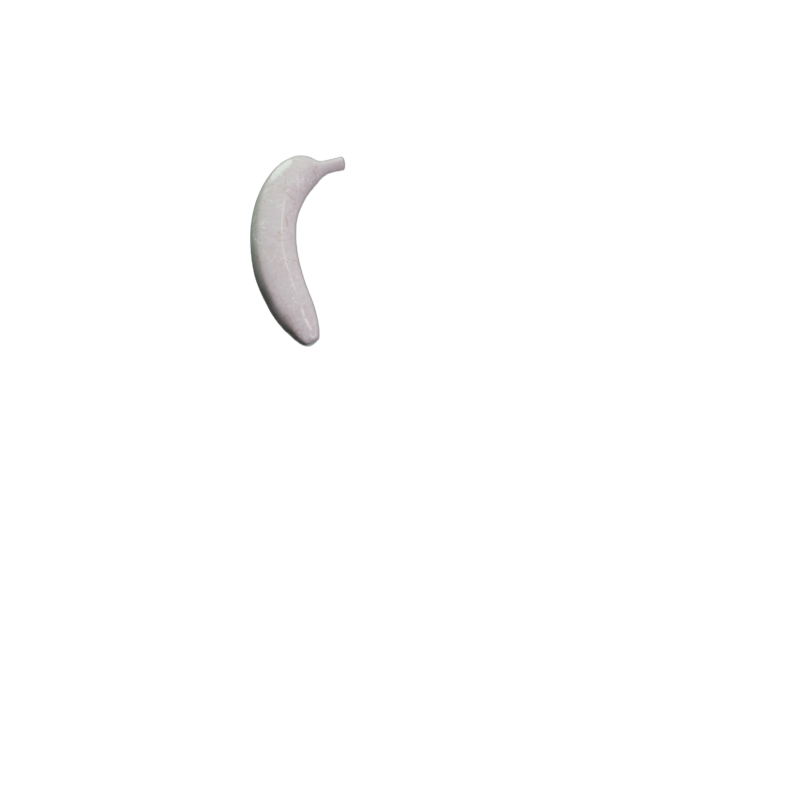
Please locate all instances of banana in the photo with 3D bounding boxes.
[{"bbox_3d":[-0.088,-0.133,0.900,0.070,0.210,0.034,4,-35,2],"label":"banana"}]
